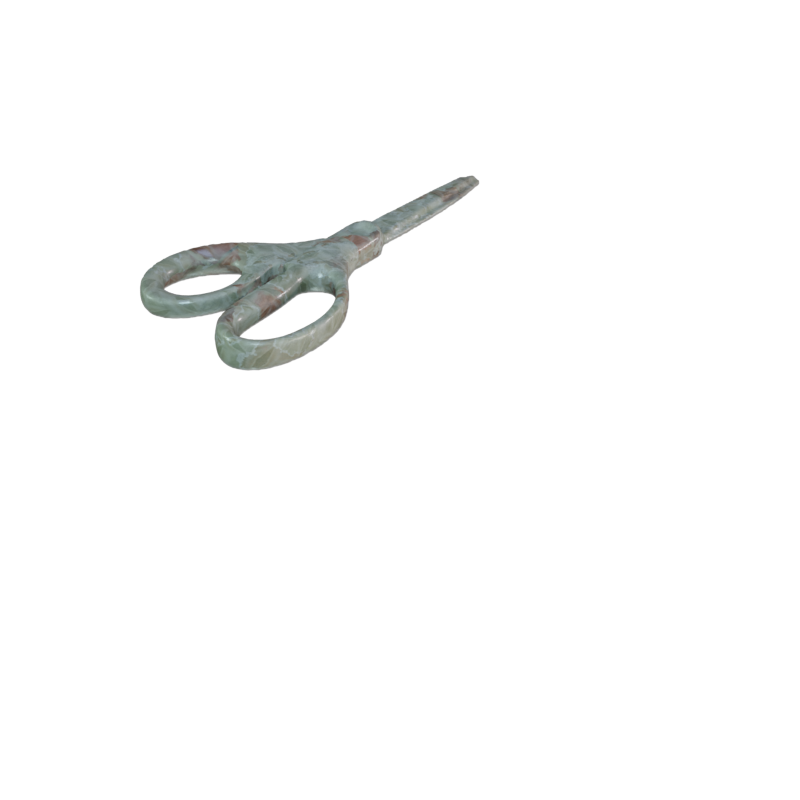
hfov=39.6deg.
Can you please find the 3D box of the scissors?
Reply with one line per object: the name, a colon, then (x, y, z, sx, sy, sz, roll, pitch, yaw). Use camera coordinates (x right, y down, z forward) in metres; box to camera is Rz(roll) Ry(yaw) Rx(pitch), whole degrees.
scissors: (-0.039, -0.071, 0.496, 0.099, 0.015, 0.207, 11, 33, 17)
